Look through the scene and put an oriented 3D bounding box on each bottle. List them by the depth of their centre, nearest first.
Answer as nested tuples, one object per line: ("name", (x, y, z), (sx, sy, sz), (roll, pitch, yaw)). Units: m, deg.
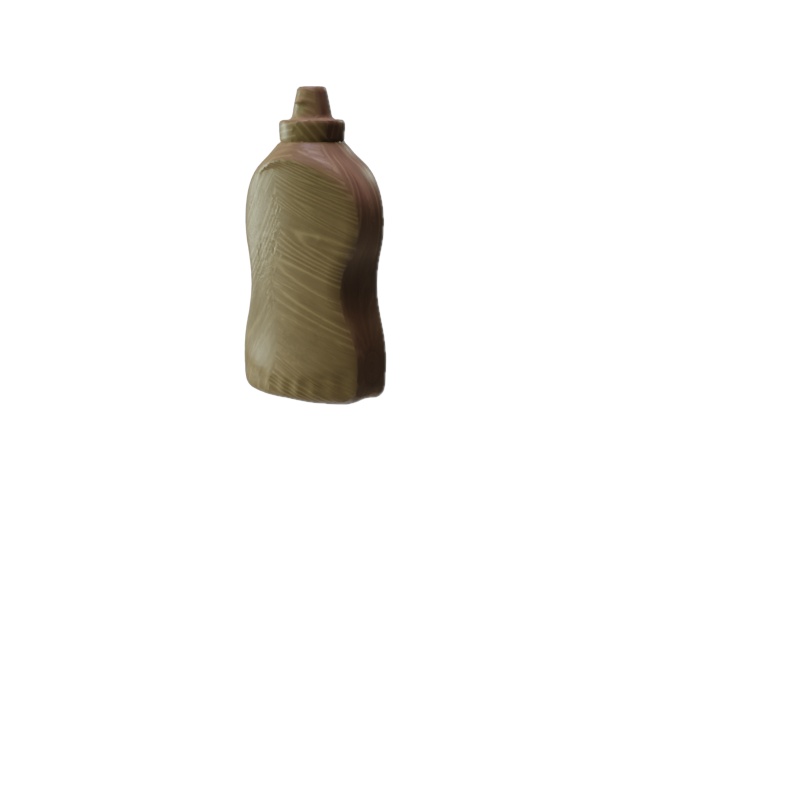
("bottle", (-0.054, -0.099, 0.691), (0.100, 0.189, 0.056), (6, 8, 41))
